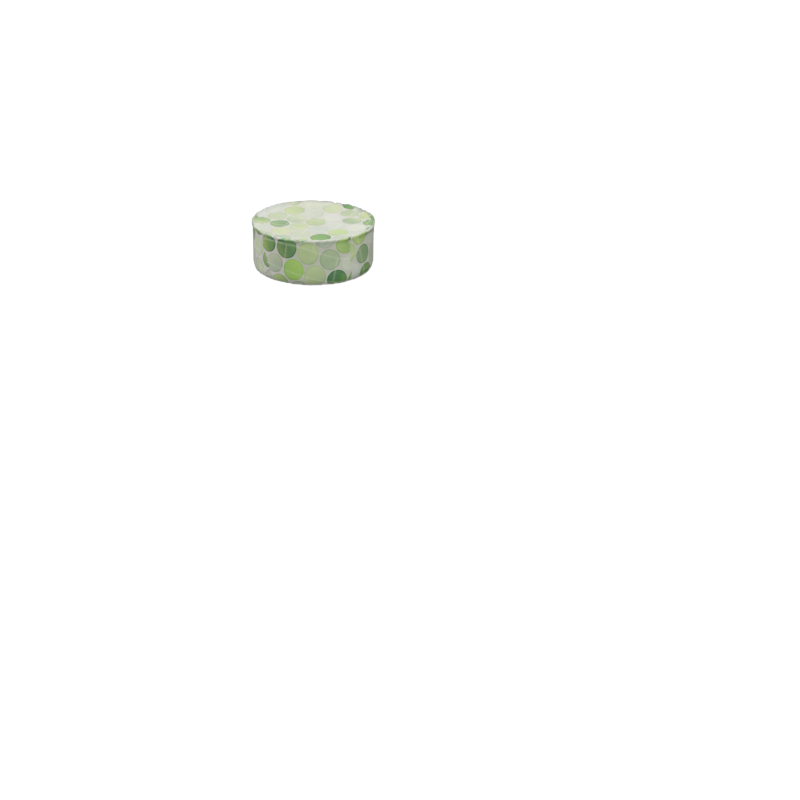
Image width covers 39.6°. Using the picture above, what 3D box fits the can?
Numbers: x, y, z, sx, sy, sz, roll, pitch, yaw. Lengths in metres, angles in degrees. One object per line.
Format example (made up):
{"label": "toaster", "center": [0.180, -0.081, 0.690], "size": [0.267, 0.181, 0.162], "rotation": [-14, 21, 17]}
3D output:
{"label": "can", "center": [-0.061, -0.111, 0.775], "size": [0.086, 0.032, 0.091], "rotation": [-1, 26, -2]}
